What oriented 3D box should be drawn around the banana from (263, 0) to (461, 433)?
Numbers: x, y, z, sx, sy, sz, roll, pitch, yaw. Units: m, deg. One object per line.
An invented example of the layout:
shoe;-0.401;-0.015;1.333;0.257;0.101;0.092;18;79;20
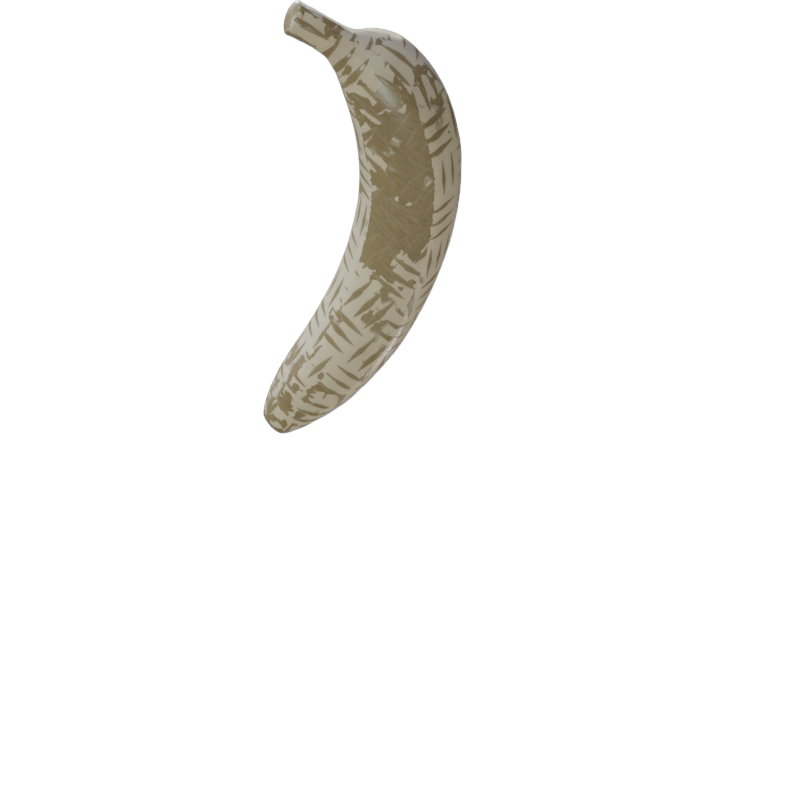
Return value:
banana;-0.015;-0.063;0.424;0.069;0.185;0.039;4;38;-4
